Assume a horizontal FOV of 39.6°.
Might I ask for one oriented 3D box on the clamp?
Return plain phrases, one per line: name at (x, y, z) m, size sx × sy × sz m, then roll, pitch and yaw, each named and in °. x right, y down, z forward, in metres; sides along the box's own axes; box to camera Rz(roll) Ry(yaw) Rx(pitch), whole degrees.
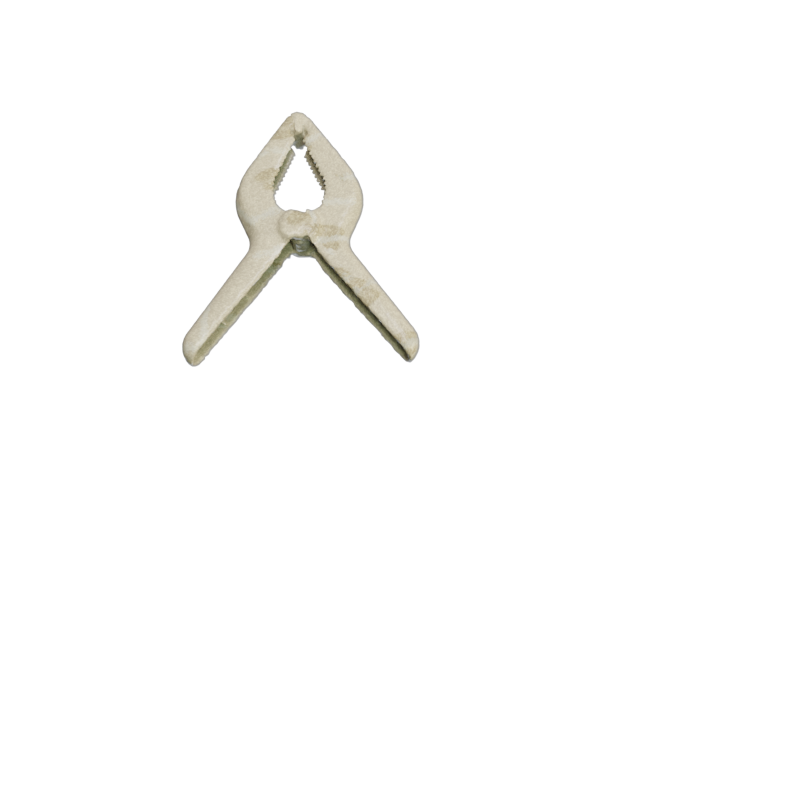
clamp at (-0.064, -0.116, 0.813) m, size 0.165 × 0.222 × 0.034 m, roll 4°, pitch -26°, yaw 2°
